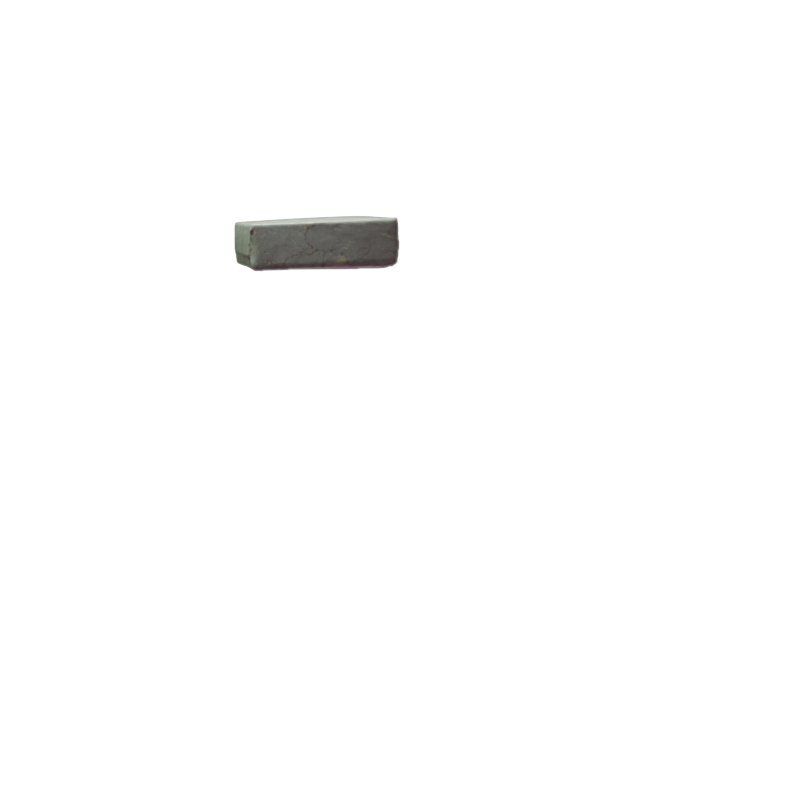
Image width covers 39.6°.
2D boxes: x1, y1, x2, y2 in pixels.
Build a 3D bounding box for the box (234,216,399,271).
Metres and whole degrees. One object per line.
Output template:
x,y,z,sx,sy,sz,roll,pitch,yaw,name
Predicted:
-0.066,-0.121,0.847,0.112,0.038,0.093,-2,10,-13,box
